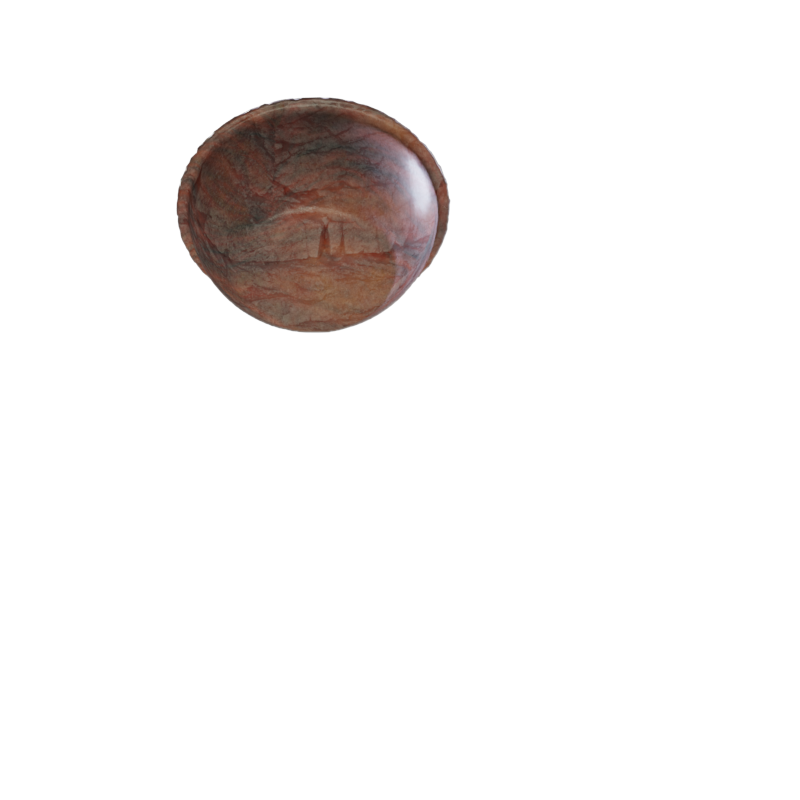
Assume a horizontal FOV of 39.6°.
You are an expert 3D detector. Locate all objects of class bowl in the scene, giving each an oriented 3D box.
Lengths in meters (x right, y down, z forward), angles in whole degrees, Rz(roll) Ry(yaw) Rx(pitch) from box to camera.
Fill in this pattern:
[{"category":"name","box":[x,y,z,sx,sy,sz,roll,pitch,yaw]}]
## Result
[{"category":"bowl","box":[-0.050,-0.091,0.636,0.162,0.151,0.059,1,42,-1]}]
